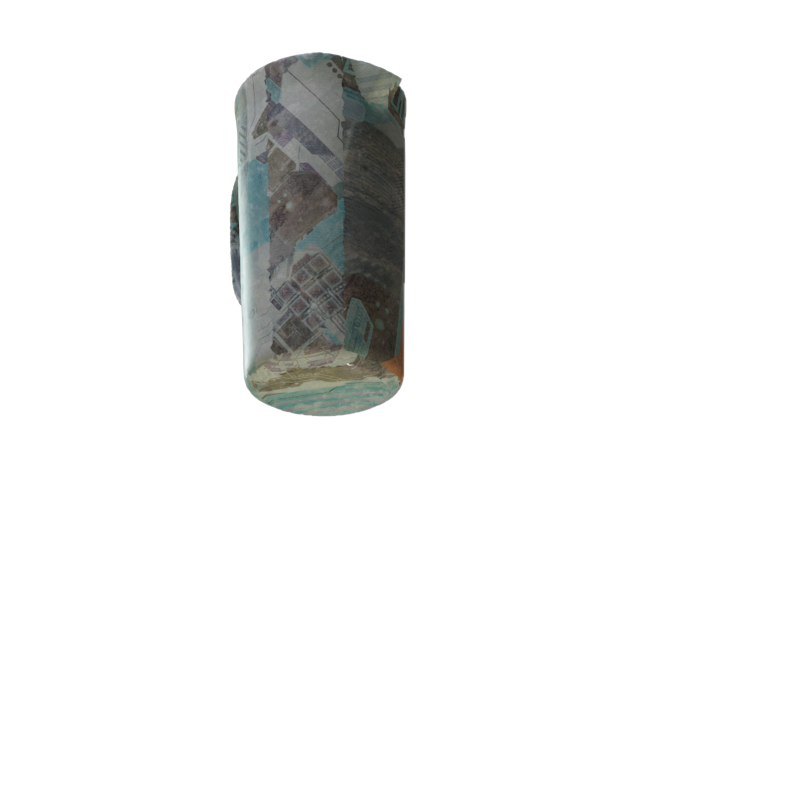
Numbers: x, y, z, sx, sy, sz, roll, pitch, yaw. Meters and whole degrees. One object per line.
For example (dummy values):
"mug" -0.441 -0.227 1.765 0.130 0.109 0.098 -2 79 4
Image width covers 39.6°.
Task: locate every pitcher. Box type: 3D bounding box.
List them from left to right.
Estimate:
"pitcher" -0.063 -0.115 0.806 0.145 0.258 0.140 -3 -27 2
